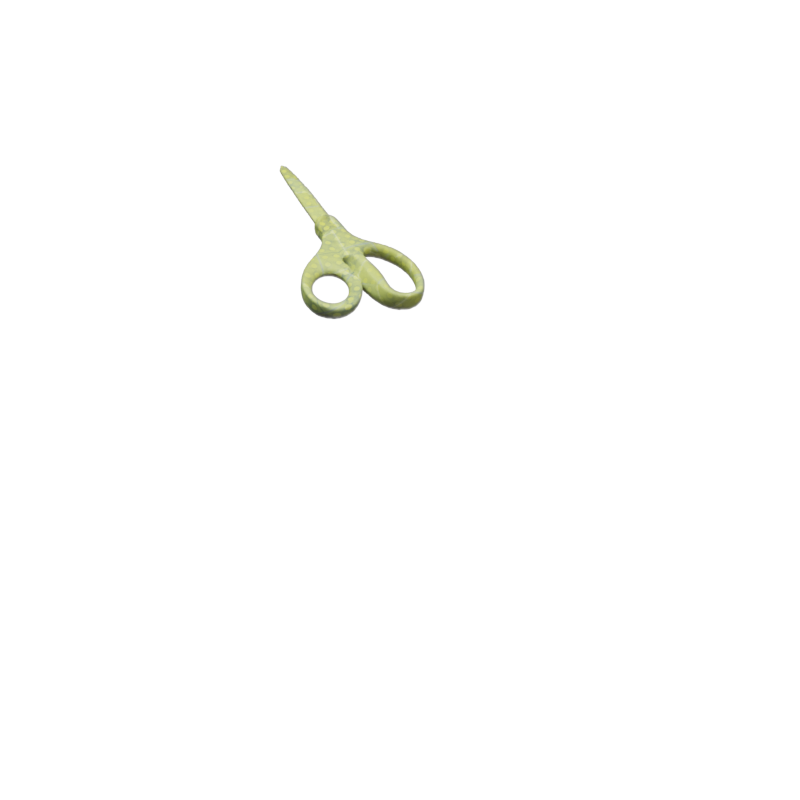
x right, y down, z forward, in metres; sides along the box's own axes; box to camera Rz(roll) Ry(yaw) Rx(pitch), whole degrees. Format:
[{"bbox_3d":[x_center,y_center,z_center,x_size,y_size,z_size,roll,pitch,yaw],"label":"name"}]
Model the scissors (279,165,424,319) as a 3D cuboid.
[{"bbox_3d":[-0.066,-0.120,0.839,0.096,0.015,0.217,-27,48,-28],"label":"scissors"}]
